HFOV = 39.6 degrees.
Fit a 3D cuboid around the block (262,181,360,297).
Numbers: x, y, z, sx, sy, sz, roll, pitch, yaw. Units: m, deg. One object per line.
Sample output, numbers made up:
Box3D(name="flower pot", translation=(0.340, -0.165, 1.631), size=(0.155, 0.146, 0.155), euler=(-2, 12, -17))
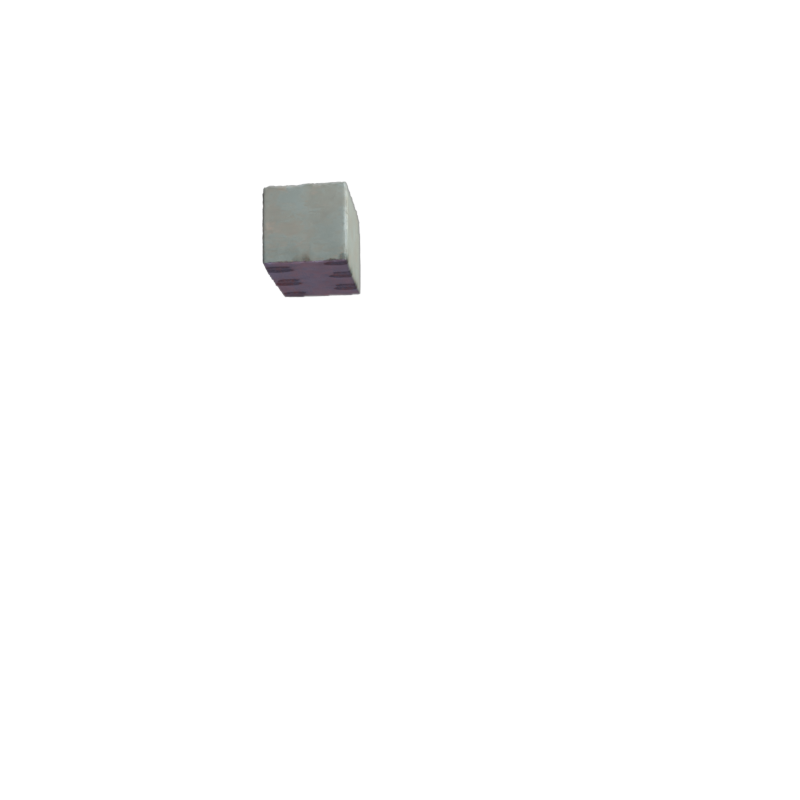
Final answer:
Box3D(name="block", translation=(-0.055, -0.100, 0.698), size=(0.053, 0.053, 0.075), euler=(-2, -13, 5))
